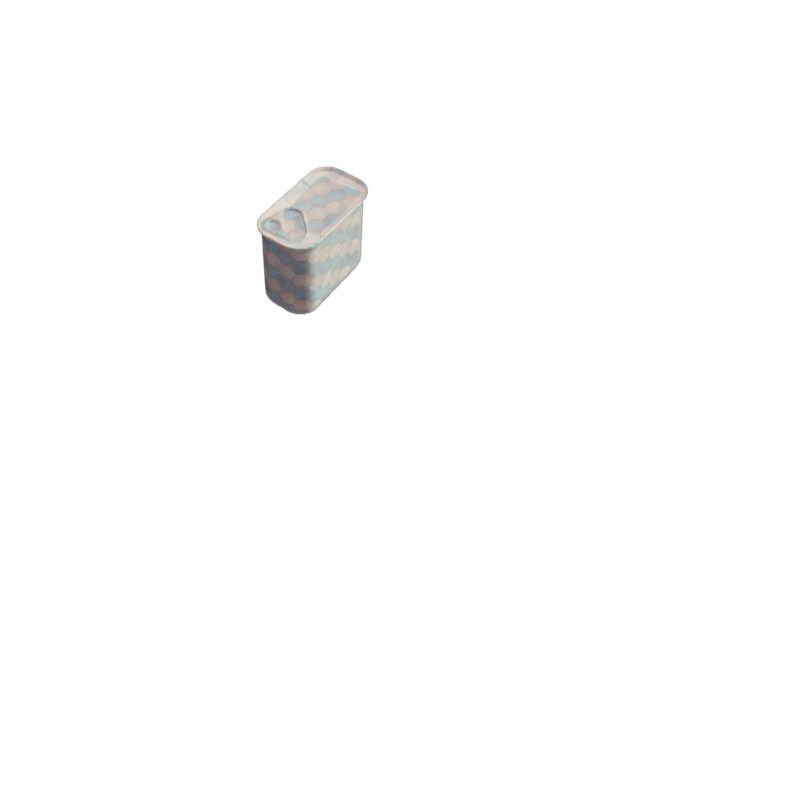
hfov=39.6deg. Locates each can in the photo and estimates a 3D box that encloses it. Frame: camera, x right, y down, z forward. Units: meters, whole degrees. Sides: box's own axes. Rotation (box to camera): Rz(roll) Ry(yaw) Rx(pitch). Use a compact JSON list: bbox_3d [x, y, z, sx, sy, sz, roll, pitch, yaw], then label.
[{"bbox_3d":[-0.074,-0.134,0.942,0.060,0.078,0.104,28,53,20],"label":"can"}]
